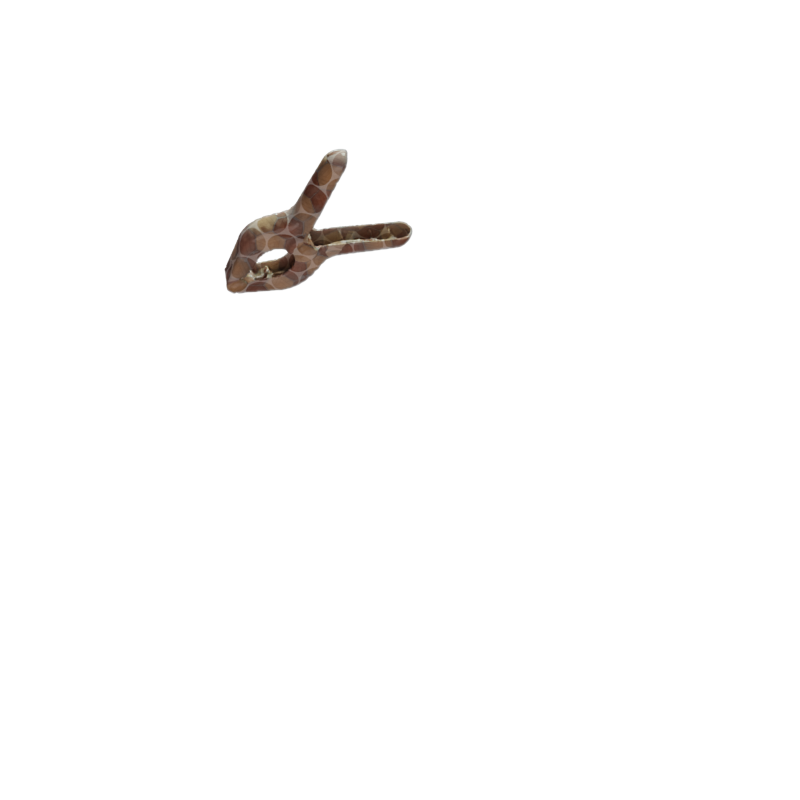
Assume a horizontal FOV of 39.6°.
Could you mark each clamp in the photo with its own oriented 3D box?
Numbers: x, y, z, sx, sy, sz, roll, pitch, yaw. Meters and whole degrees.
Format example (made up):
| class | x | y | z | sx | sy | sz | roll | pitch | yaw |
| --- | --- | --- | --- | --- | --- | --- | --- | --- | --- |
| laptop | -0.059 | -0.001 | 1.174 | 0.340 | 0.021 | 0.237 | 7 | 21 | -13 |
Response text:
| class | x | y | z | sx | sy | sz | roll | pitch | yaw |
| --- | --- | --- | --- | --- | --- | --- | --- | --- | --- |
| clamp | -0.077 | -0.141 | 0.988 | 0.170 | 0.042 | 0.113 | -33 | -56 | 25 |
